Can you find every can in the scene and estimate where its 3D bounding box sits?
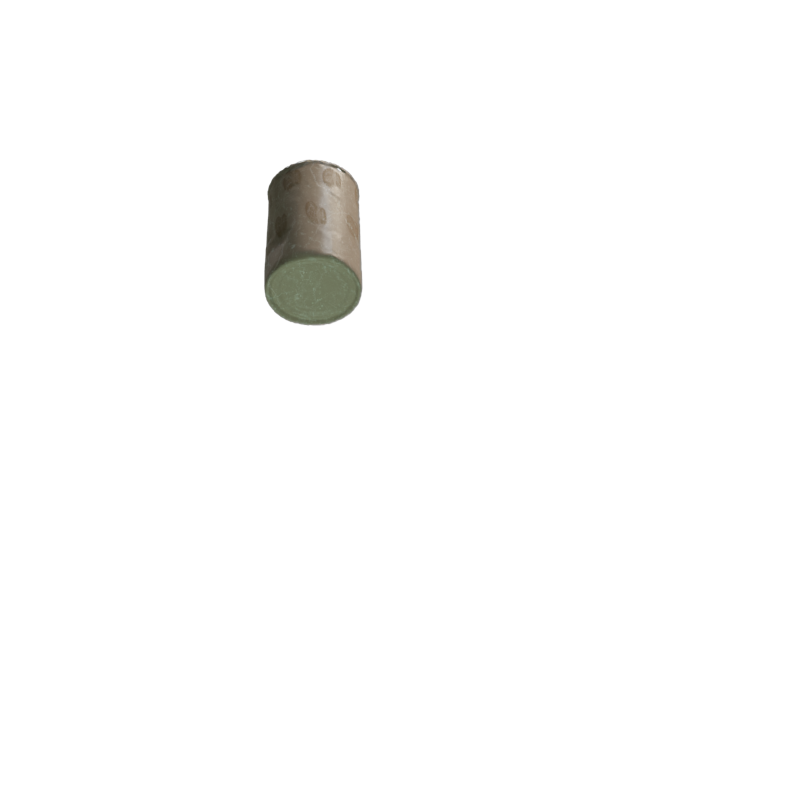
[{"bbox_3d":[-0.061,-0.111,0.779,0.068,0.110,0.064,-1,-43,-3],"label":"can"}]
